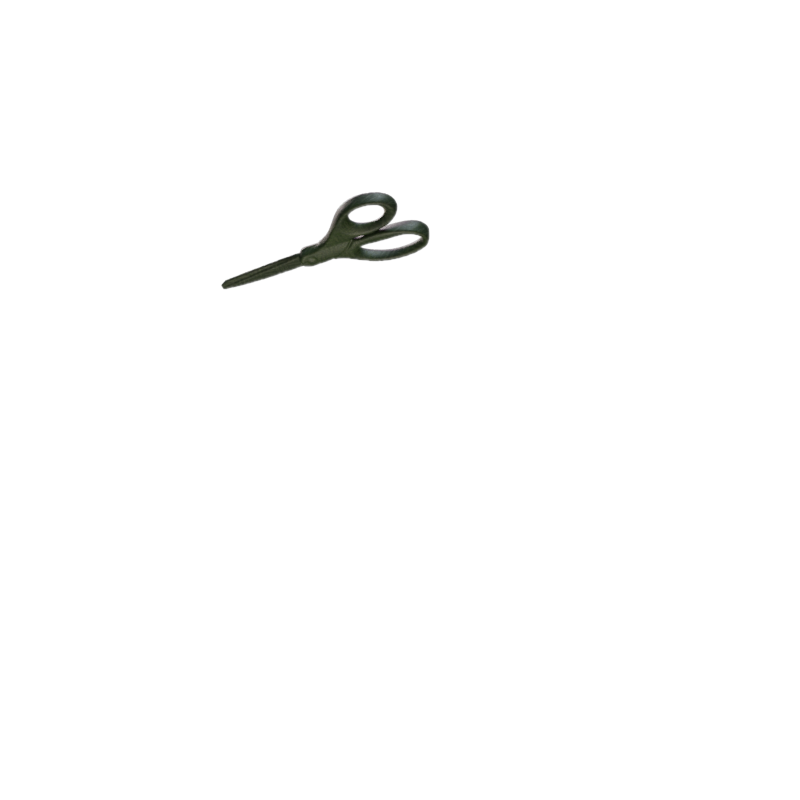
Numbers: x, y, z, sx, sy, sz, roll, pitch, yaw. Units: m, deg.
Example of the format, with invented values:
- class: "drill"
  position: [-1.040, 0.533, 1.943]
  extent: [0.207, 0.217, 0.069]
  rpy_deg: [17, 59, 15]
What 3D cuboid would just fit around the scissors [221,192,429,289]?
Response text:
- class: "scissors"
  position: [-0.076, -0.139, 0.977]
  extent: [0.204, 0.017, 0.089]
  rpy_deg: [-7, -32, 12]
